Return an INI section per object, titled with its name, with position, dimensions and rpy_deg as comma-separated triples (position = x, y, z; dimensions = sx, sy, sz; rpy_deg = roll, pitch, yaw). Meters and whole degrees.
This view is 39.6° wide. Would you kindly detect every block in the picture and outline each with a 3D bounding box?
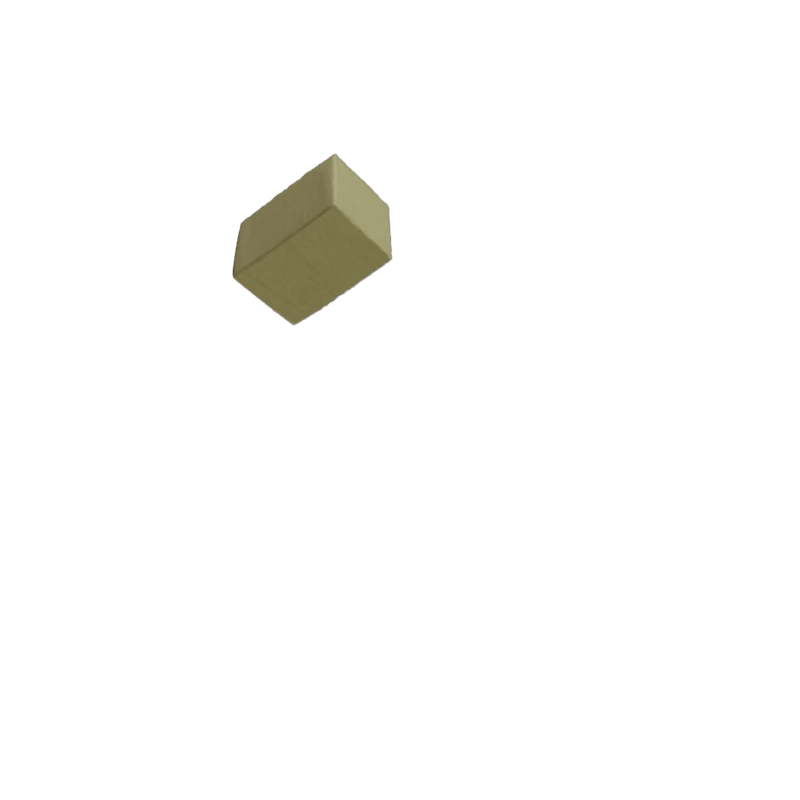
[block]
position = -0.050, -0.091, 0.639
dimensions = 0.077, 0.055, 0.049
rpy_deg = -32, -55, 23
